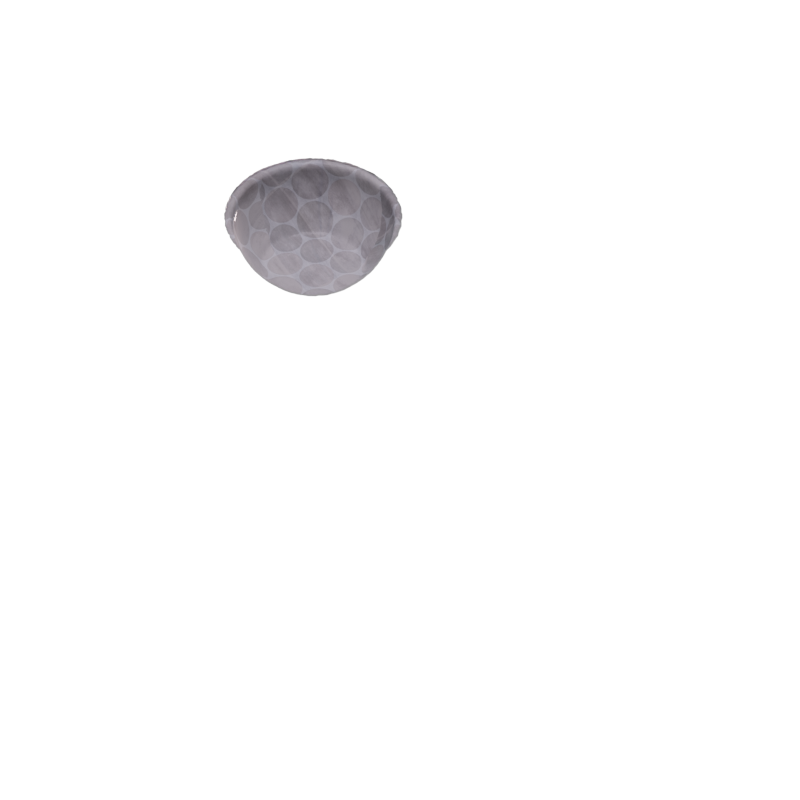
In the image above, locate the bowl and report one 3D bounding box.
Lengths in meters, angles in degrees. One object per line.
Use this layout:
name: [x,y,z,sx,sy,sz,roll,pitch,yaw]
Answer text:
bowl: [-0.078,-0.142,0.991,0.162,0.059,0.151,1,-34,-2]
